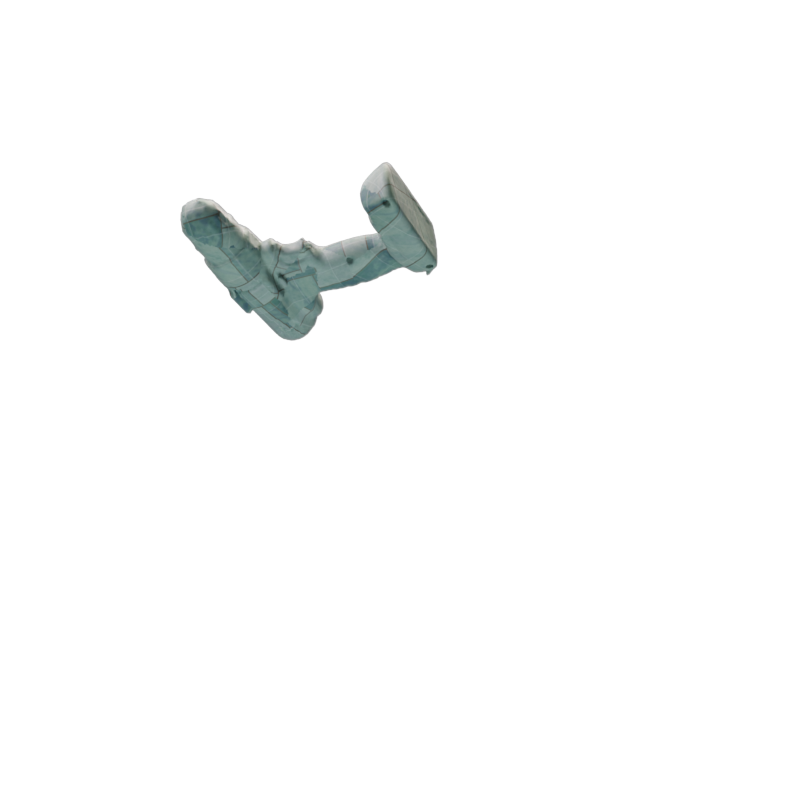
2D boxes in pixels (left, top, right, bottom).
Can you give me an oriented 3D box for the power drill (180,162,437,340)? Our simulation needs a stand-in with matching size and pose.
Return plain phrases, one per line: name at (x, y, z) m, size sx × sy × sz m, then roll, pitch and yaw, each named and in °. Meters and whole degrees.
power drill at (-0.076, -0.139, 0.973) m, size 0.189 × 0.062 × 0.170 m, roll -19°, pitch -41°, yaw 22°
